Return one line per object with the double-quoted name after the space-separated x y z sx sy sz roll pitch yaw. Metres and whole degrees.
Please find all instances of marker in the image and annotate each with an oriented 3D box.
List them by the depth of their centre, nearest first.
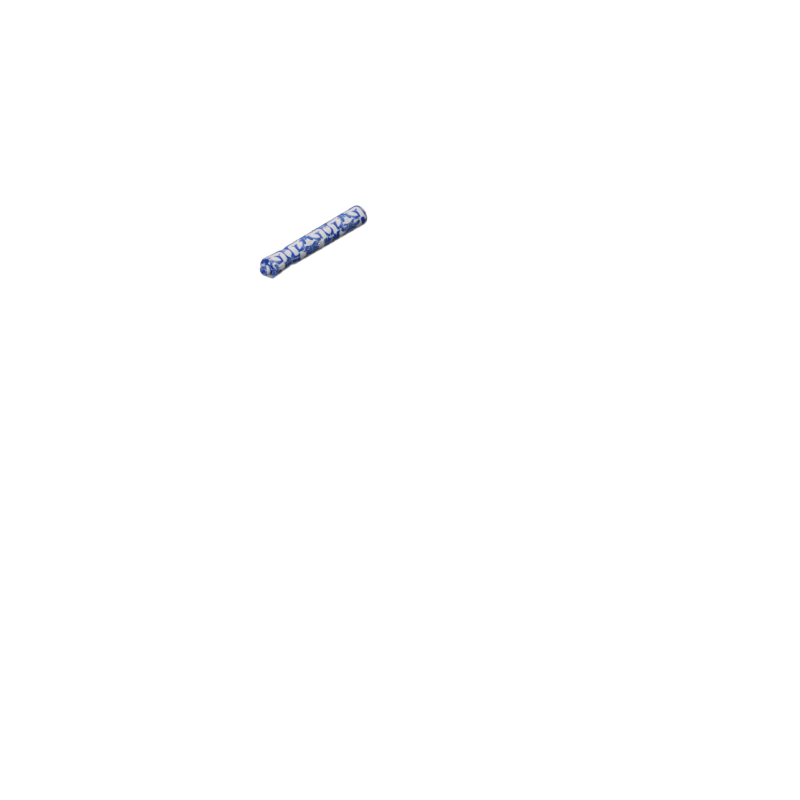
-0.074 -0.135 0.948 0.021 0.019 0.122 4 31 45 "marker"
